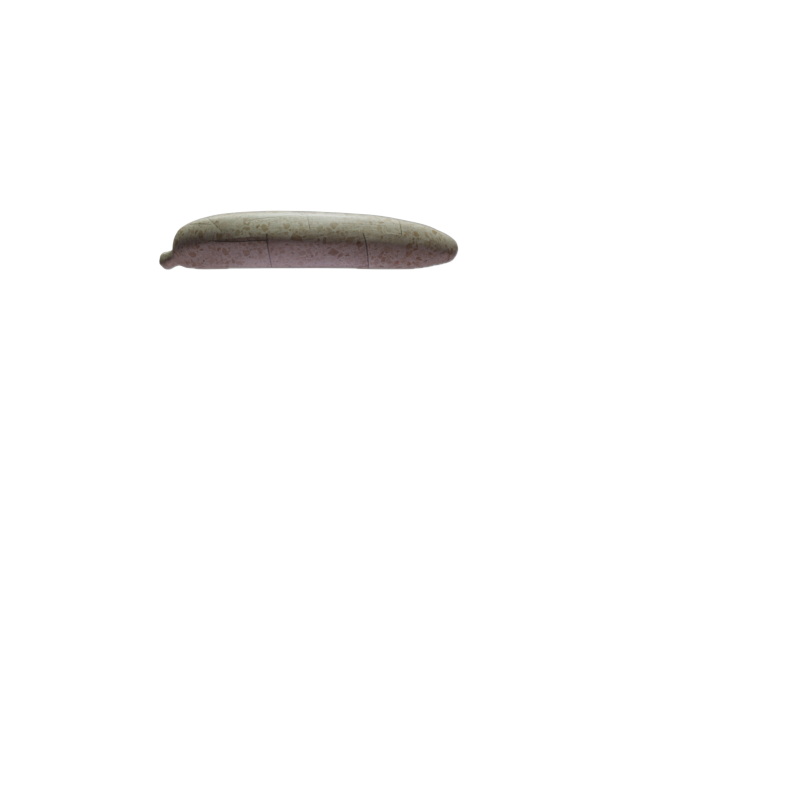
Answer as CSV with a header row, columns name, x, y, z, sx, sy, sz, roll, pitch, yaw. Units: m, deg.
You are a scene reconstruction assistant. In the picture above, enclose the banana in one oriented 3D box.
name,x,y,z,sx,sy,sz,roll,pitch,yaw
banana,-0.060,-0.101,0.707,0.198,0.037,0.070,0,5,1
